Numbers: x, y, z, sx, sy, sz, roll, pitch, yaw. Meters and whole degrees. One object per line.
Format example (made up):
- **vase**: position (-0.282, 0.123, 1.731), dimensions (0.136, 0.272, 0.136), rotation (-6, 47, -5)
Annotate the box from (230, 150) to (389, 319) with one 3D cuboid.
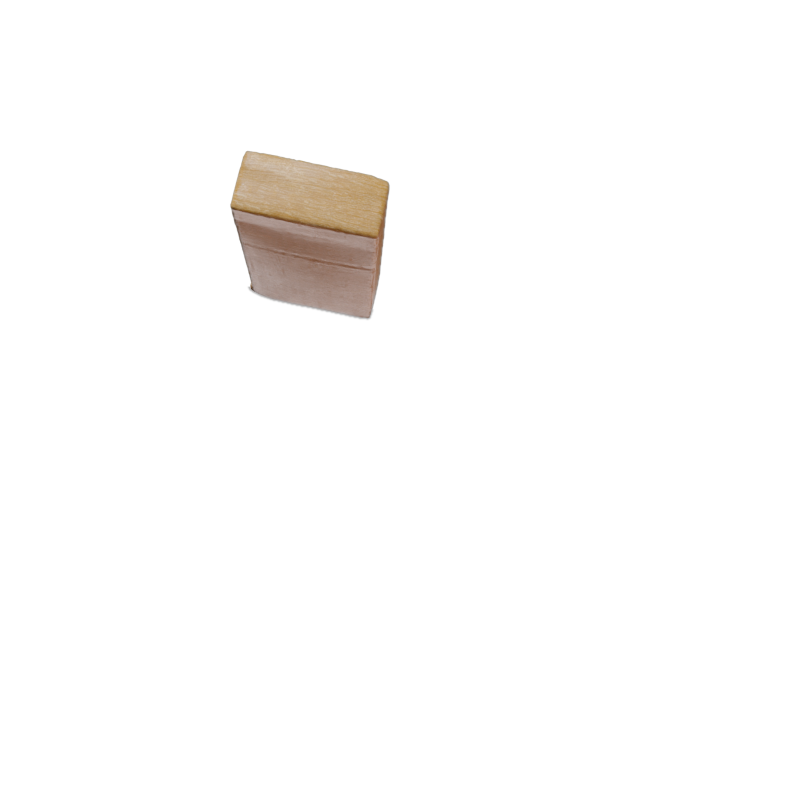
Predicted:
- **box**: position (-0.058, -0.106, 0.741), dimensions (0.094, 0.050, 0.169), rotation (13, -16, 0)
